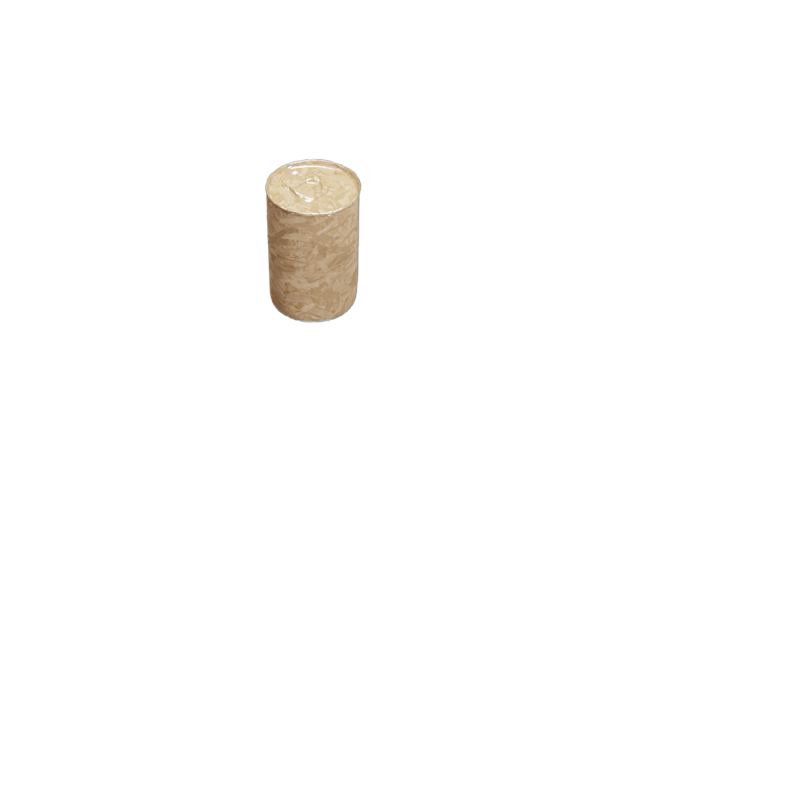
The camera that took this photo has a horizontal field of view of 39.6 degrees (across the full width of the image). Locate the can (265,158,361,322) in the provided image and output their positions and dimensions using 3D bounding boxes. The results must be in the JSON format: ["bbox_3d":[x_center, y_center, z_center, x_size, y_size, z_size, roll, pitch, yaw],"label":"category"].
[{"bbox_3d":[-0.064,-0.116,0.811,0.068,0.095,0.073,0,42,-3],"label":"can"}]
